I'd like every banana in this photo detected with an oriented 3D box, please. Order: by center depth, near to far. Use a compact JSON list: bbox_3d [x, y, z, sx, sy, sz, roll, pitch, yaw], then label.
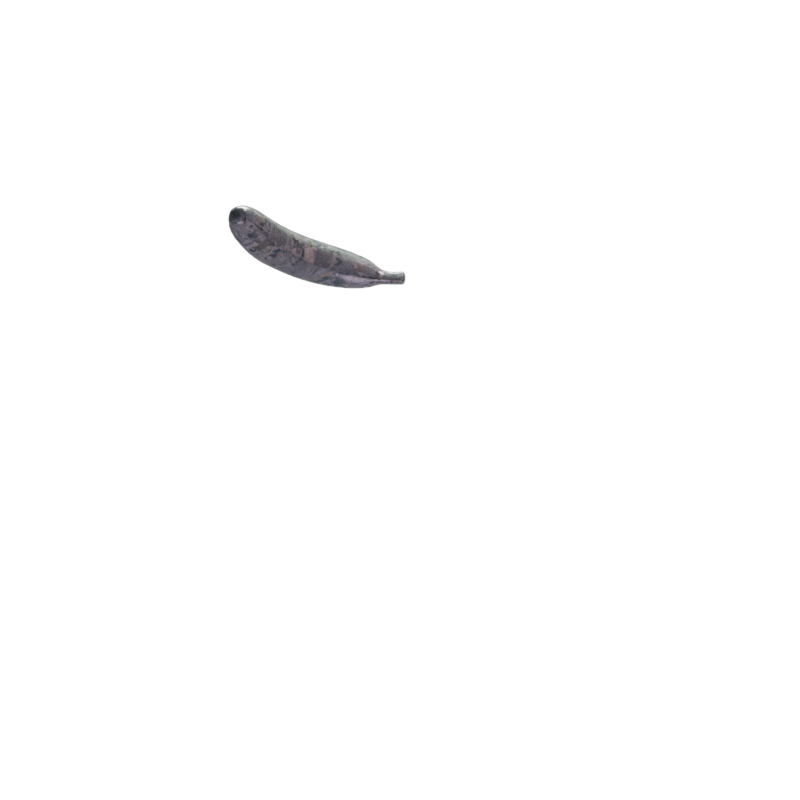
[{"bbox_3d":[-0.087,-0.134,0.988,0.187,0.039,0.070,15,-23,-40],"label":"banana"}]
